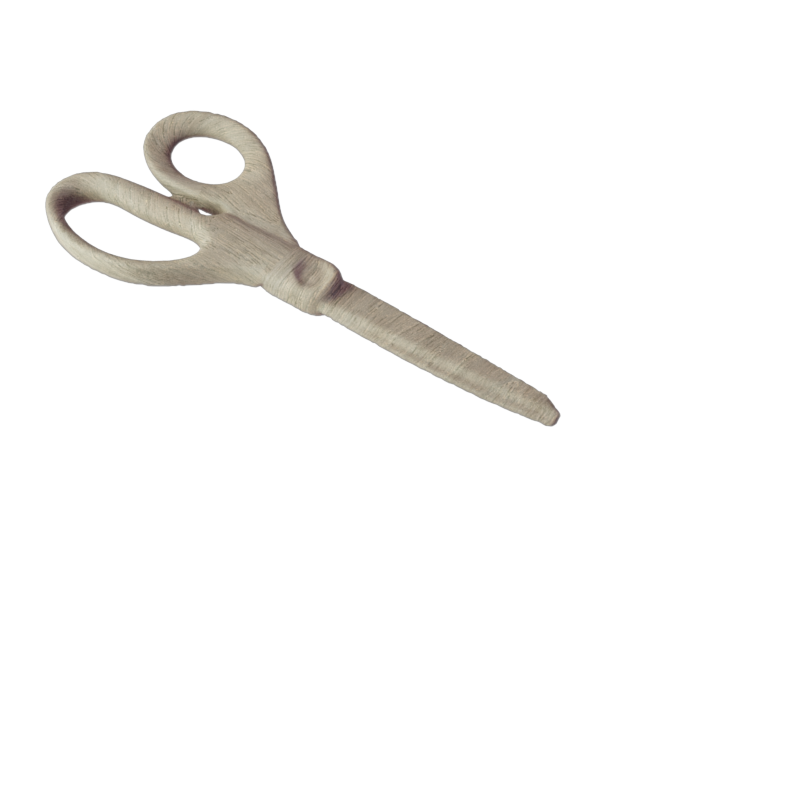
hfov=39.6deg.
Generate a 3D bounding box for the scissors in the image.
[{"bbox_3d":[-0.032,-0.058,0.409,0.207,0.101,0.015,16,-37,12],"label":"scissors"}]
